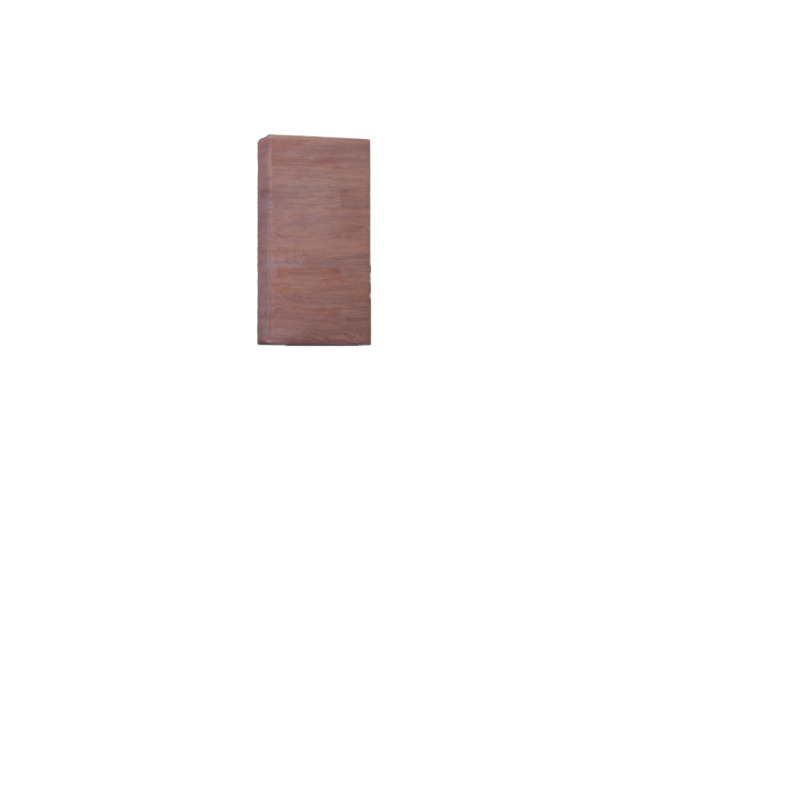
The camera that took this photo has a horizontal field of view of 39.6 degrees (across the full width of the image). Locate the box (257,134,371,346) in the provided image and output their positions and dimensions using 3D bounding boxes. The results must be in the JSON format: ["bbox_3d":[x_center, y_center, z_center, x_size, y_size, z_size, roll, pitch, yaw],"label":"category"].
[{"bbox_3d":[-0.074,-0.134,0.941,0.091,0.178,0.049,1,-5,-19],"label":"box"}]
